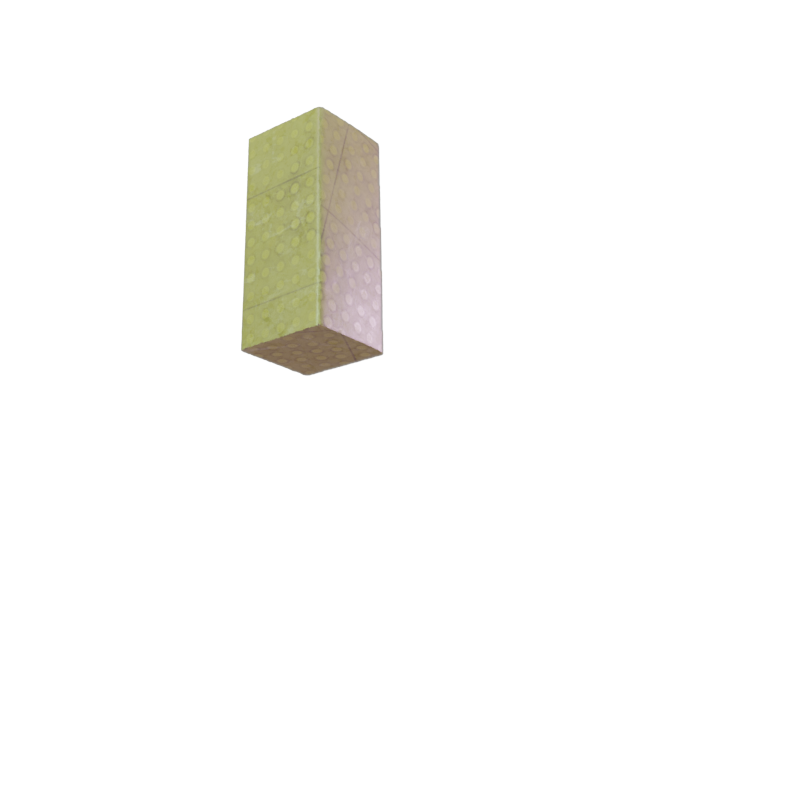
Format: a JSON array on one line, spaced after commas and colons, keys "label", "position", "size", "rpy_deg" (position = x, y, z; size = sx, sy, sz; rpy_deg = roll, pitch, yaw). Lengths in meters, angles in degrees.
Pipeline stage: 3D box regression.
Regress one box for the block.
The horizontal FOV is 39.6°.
[{"label": "block", "position": [-0.076, -0.139, 0.976], "size": [0.092, 0.218, 0.084], "rpy_deg": [-19, -29, 34]}]
